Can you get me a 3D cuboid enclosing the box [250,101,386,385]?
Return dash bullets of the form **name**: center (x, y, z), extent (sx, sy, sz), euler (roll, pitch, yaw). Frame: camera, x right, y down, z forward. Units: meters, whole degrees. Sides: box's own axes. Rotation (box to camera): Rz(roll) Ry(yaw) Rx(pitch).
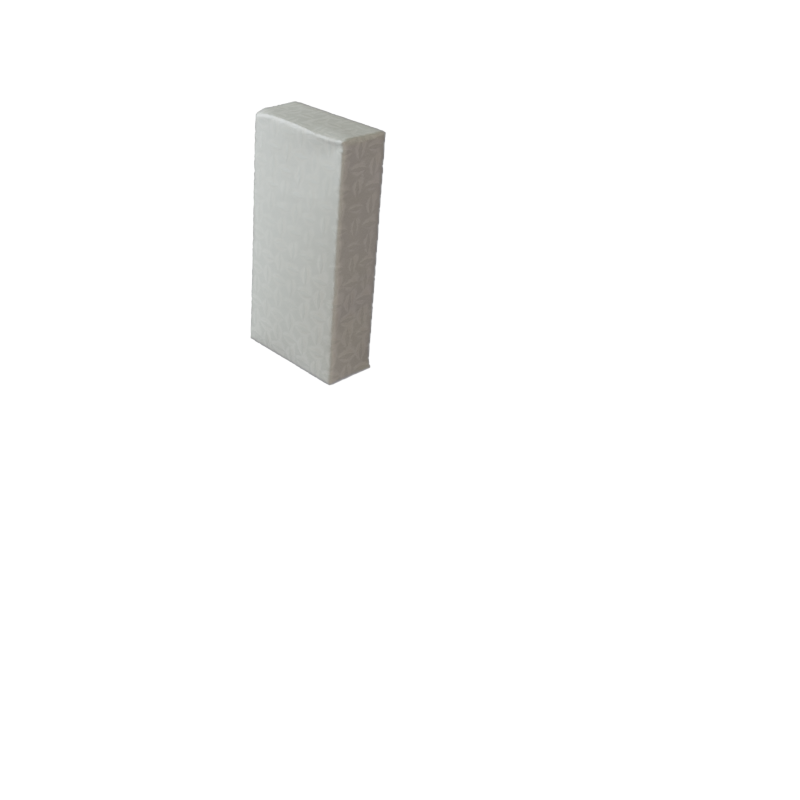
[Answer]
- **box**: center (-0.060, -0.109, 0.766), extent (0.047, 0.167, 0.100), euler (-20, 33, -39)
